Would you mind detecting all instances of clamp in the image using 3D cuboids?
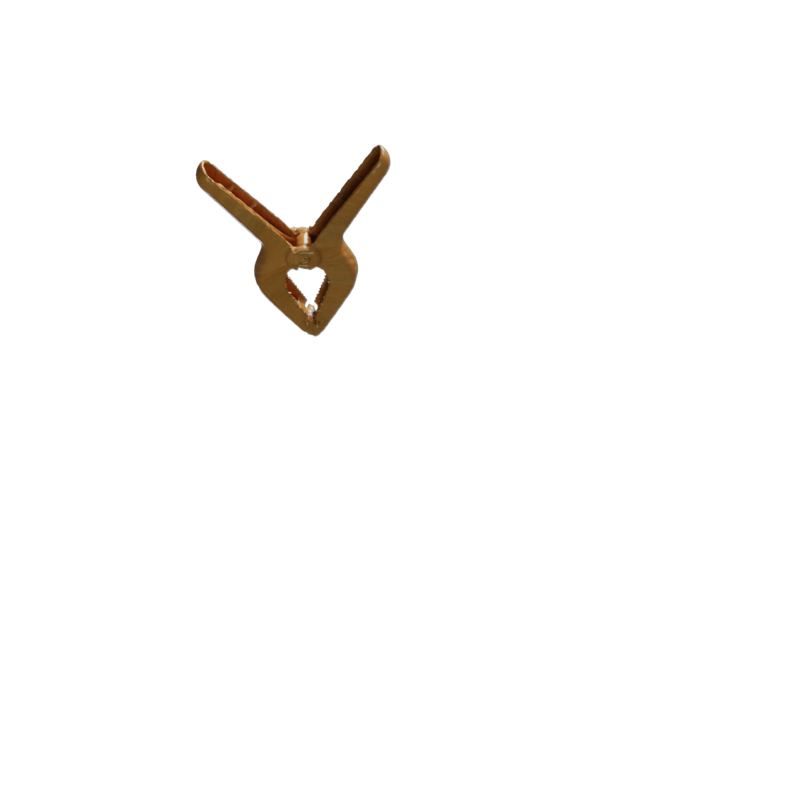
[{"bbox_3d":[-0.078,-0.142,0.992,0.166,0.194,0.039,-8,44,7],"label":"clamp"}]
